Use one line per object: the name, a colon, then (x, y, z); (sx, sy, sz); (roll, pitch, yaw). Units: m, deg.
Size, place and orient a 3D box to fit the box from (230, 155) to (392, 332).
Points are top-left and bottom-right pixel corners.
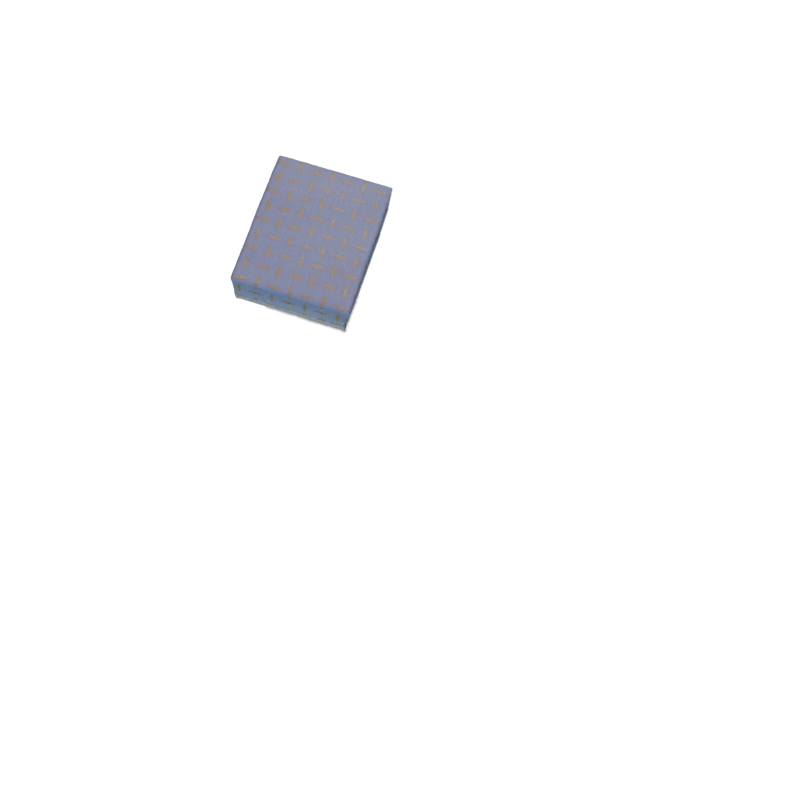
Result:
box: (-0.064, -0.117, 0.817); (0.091, 0.118, 0.037); (15, -23, 6)
